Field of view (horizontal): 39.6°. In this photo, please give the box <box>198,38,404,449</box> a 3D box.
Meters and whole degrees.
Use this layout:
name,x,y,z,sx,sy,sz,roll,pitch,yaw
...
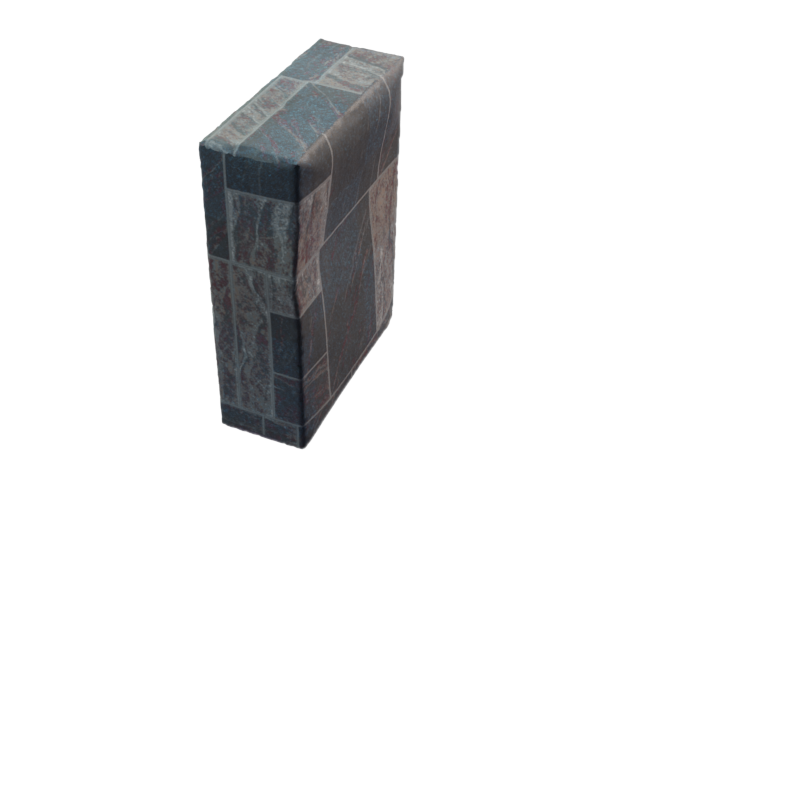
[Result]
name,x,y,z,sx,sy,sz,roll,pitch,yaw
box,-0.057,-0.104,0.725,0.074,0.200,0.170,15,39,15
